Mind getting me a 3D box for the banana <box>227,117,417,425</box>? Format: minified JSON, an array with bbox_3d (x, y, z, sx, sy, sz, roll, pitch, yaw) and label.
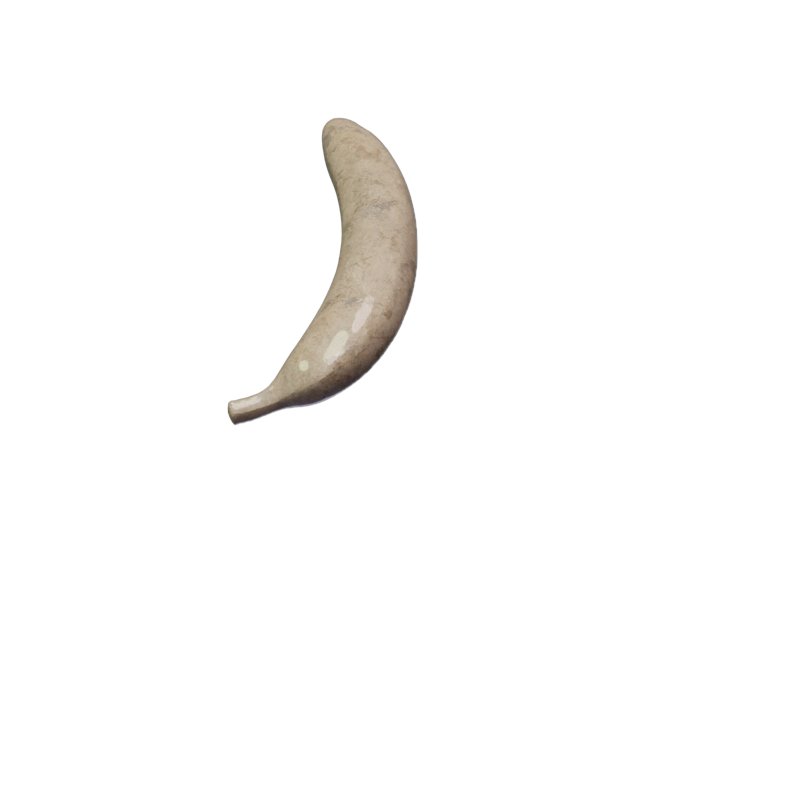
[{"bbox_3d":[-0.025,-0.071,0.538,0.070,0.209,0.034,9,-39,6],"label":"banana"}]
